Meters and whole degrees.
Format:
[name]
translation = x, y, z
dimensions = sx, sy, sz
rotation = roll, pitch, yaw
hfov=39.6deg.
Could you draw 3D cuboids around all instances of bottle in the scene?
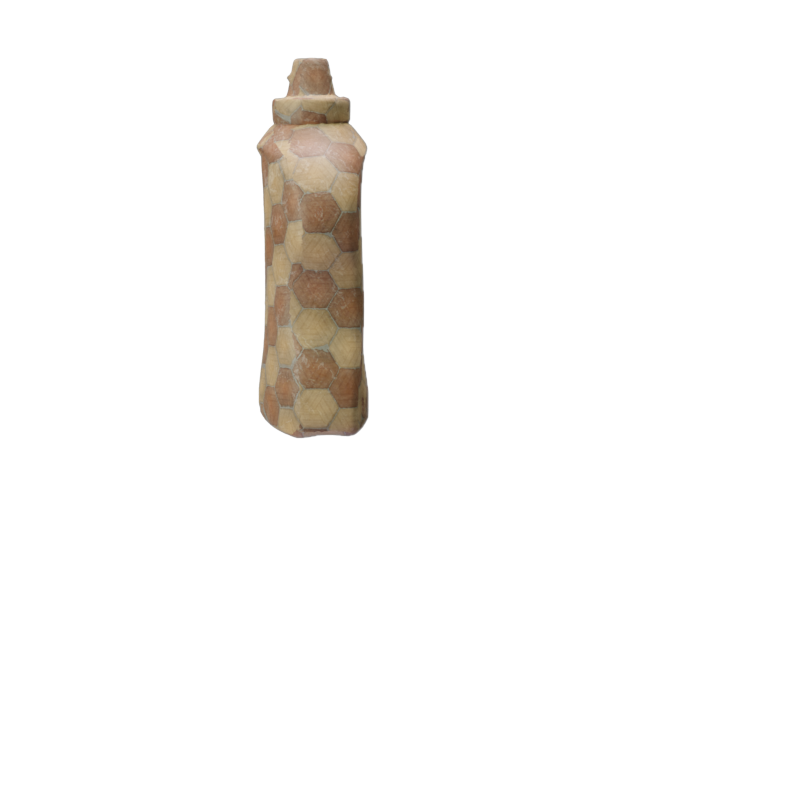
[bottle]
translation = -0.046, -0.084, 0.587
dimensions = 0.058, 0.188, 0.099
rotation = -1, 9, -10
